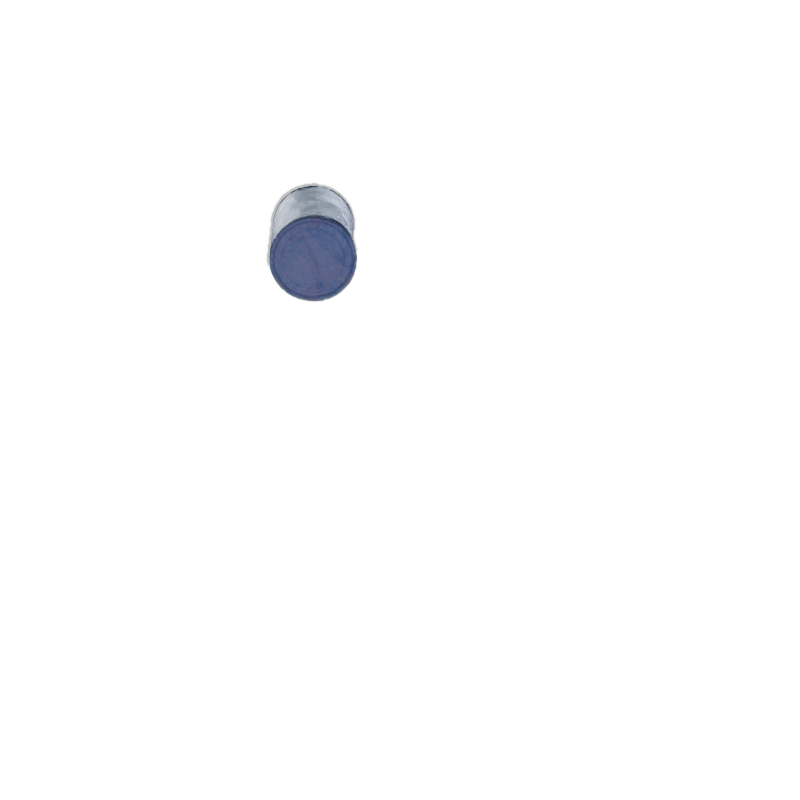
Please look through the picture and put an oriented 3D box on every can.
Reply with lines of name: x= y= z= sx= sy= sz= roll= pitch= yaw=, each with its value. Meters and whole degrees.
can: x=-0.068 y=-0.124 z=0.867 sx=0.068 sy=0.066 sz=0.107 roll=0 pitch=21 yaw=-3
